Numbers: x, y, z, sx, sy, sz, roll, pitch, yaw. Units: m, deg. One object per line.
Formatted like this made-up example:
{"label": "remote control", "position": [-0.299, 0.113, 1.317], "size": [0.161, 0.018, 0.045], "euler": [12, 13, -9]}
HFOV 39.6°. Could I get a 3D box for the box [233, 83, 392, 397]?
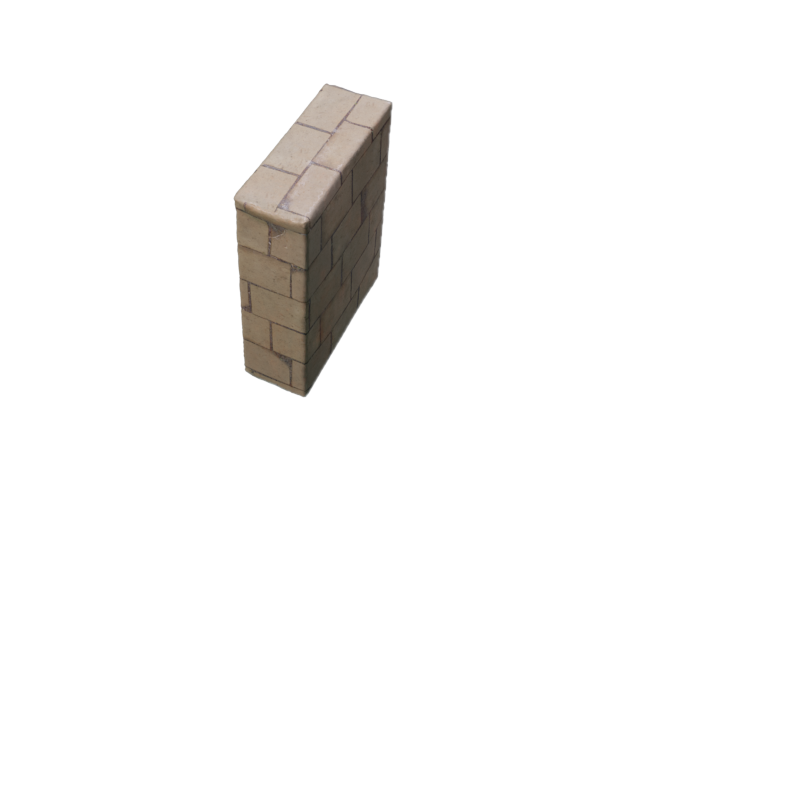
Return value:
{"label": "box", "position": [-0.074, -0.135, 0.943], "size": [0.074, 0.171, 0.199], "euler": [19, -39, 12]}
